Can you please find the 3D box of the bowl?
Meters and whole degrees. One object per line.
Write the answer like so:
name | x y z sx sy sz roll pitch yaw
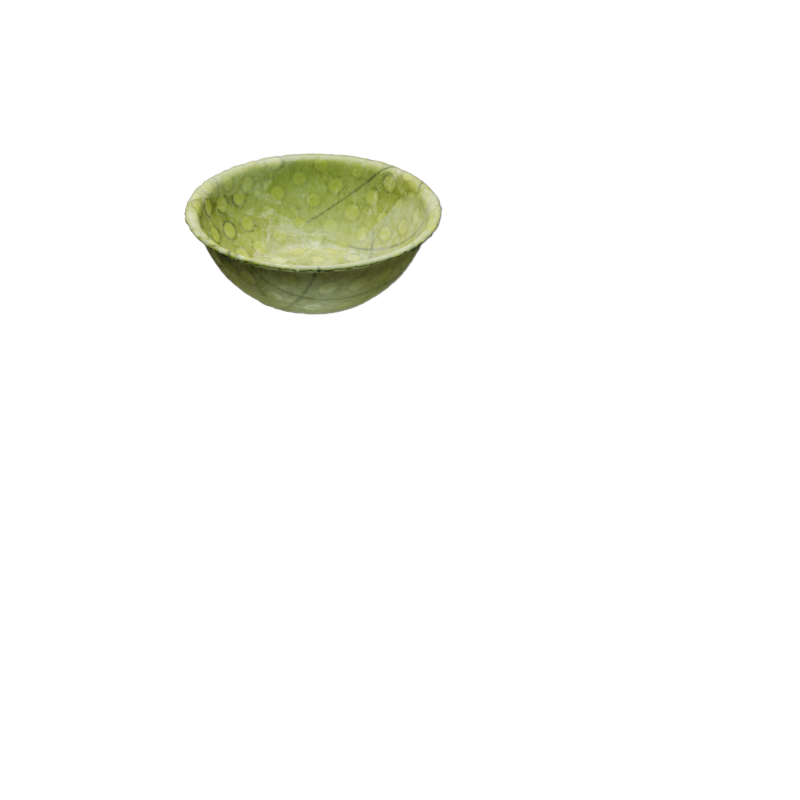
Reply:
bowl | -0.056 -0.102 0.711 0.162 0.052 0.173 -1 34 -2
